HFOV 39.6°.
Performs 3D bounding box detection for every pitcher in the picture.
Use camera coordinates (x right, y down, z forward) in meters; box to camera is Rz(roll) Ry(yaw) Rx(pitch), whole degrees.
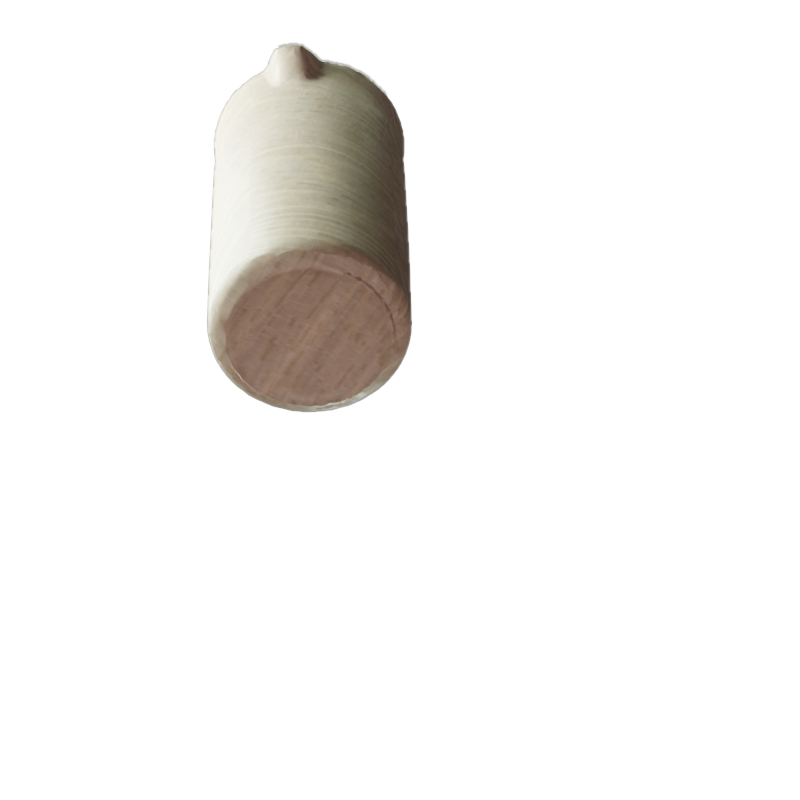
[{"bbox_3d":[-0.053,-0.097,0.682,0.143,0.142,0.259,32,27,-23],"label":"pitcher"}]
